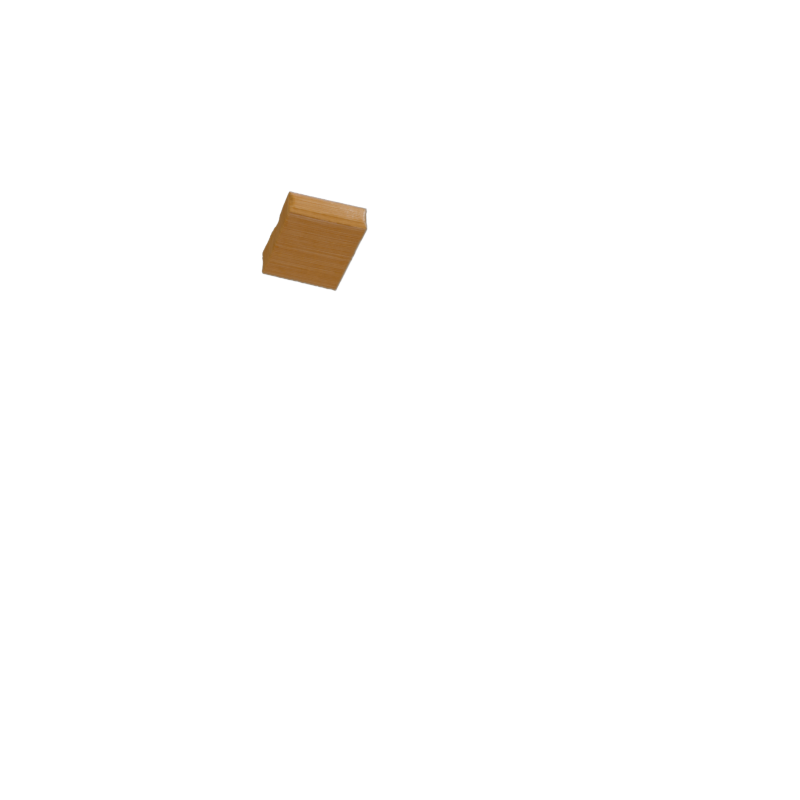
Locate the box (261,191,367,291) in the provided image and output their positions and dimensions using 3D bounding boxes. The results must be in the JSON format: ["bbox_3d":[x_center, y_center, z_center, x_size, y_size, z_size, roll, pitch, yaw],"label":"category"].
[{"bbox_3d":[-0.078,-0.142,0.998,0.071,0.032,0.085,12,-40,-16],"label":"box"}]
